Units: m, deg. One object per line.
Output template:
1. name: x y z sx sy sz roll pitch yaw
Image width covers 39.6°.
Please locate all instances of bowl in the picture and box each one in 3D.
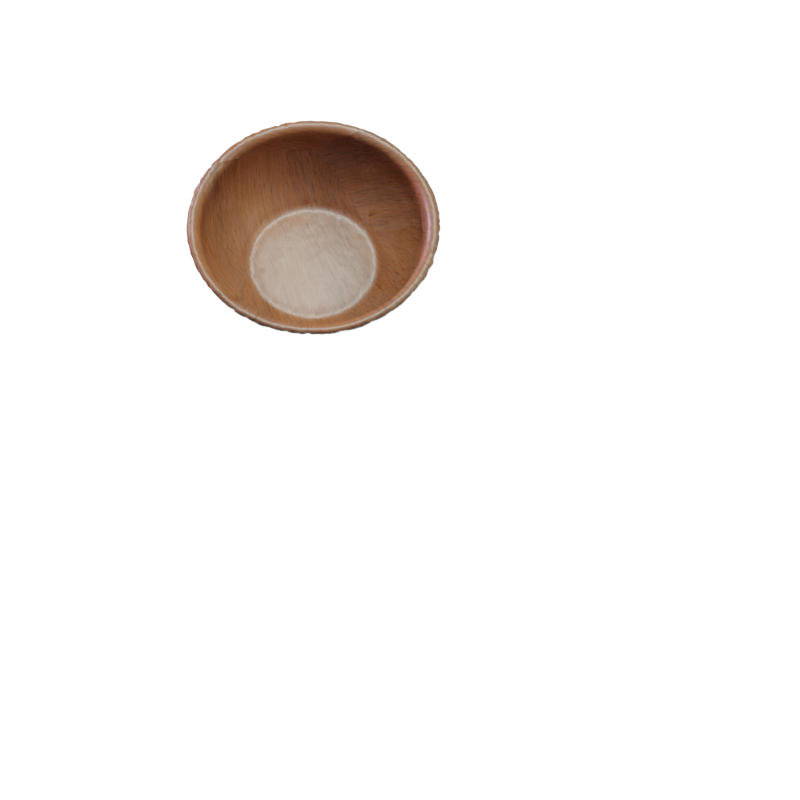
1. bowl: -0.057 -0.104 0.729 0.162 0.172 0.052 -1 -29 -1
